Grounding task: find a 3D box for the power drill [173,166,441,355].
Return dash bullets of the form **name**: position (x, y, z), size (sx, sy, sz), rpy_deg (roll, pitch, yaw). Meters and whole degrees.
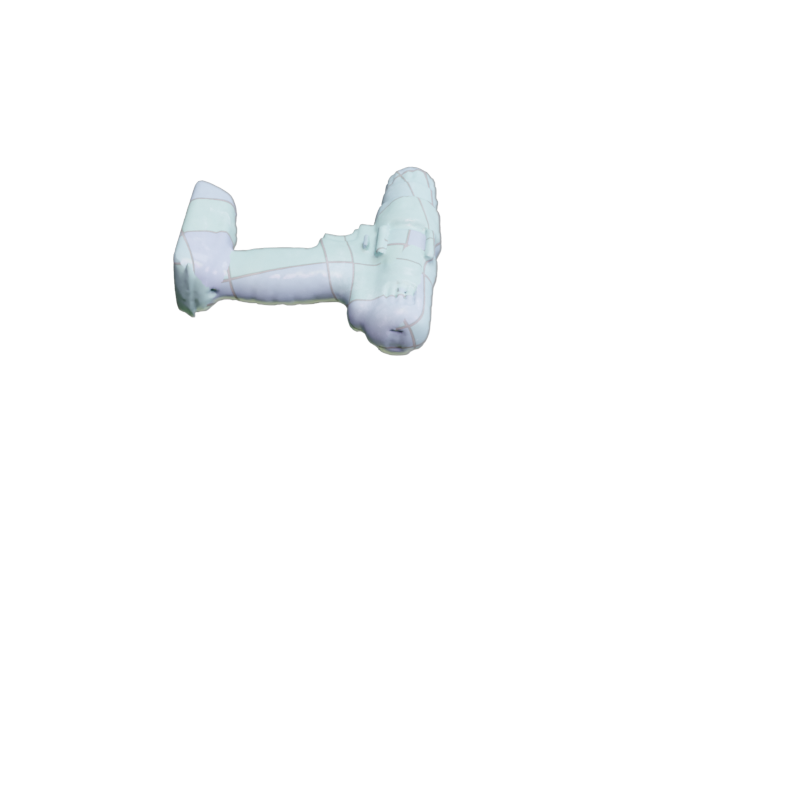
- **power drill**: position (-0.064, -0.116, 0.814), size (0.189, 0.053, 0.196), rpy_deg (4, 43, 4)
